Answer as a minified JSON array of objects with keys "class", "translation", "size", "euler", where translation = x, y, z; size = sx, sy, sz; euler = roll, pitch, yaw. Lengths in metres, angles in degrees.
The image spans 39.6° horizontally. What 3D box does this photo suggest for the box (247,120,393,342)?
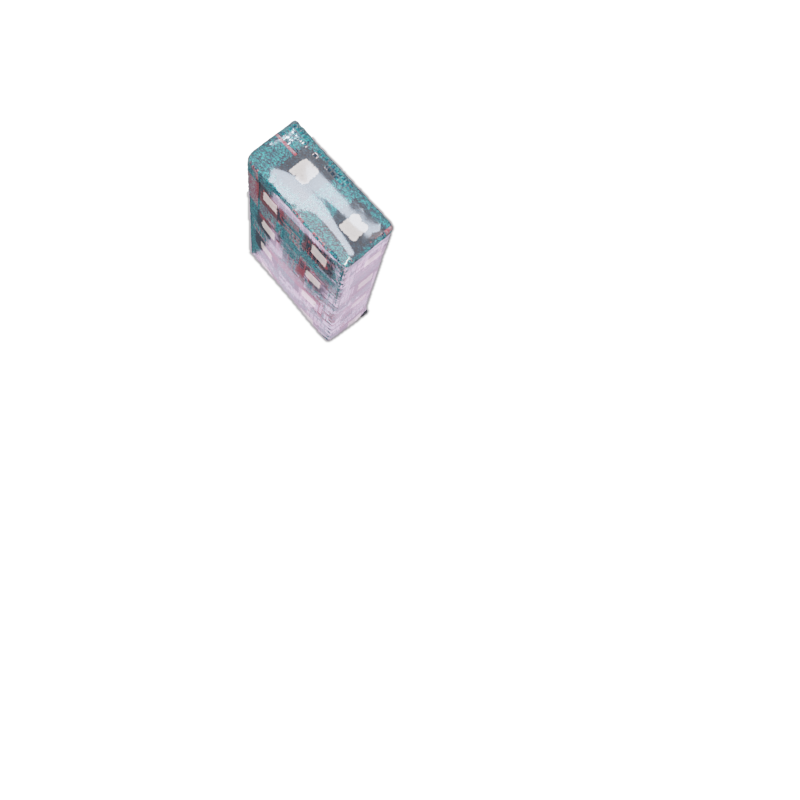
[{"class":"box","translation":[-0.057,-0.104,0.729],"size":[0.048,0.096,0.170],"euler":[-39,-8,-10]}]
